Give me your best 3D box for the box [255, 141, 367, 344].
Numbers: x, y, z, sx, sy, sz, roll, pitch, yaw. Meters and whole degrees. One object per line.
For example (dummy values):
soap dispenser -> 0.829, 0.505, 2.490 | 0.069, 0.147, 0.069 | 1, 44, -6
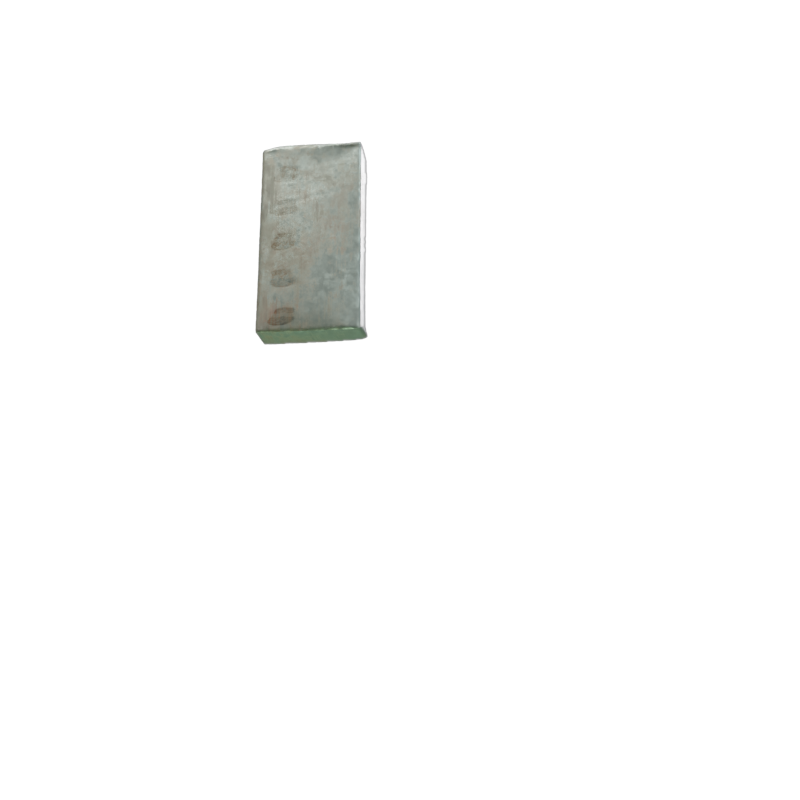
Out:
box -> -0.077, -0.140, 0.978 | 0.094, 0.184, 0.045 | -4, -19, 8
